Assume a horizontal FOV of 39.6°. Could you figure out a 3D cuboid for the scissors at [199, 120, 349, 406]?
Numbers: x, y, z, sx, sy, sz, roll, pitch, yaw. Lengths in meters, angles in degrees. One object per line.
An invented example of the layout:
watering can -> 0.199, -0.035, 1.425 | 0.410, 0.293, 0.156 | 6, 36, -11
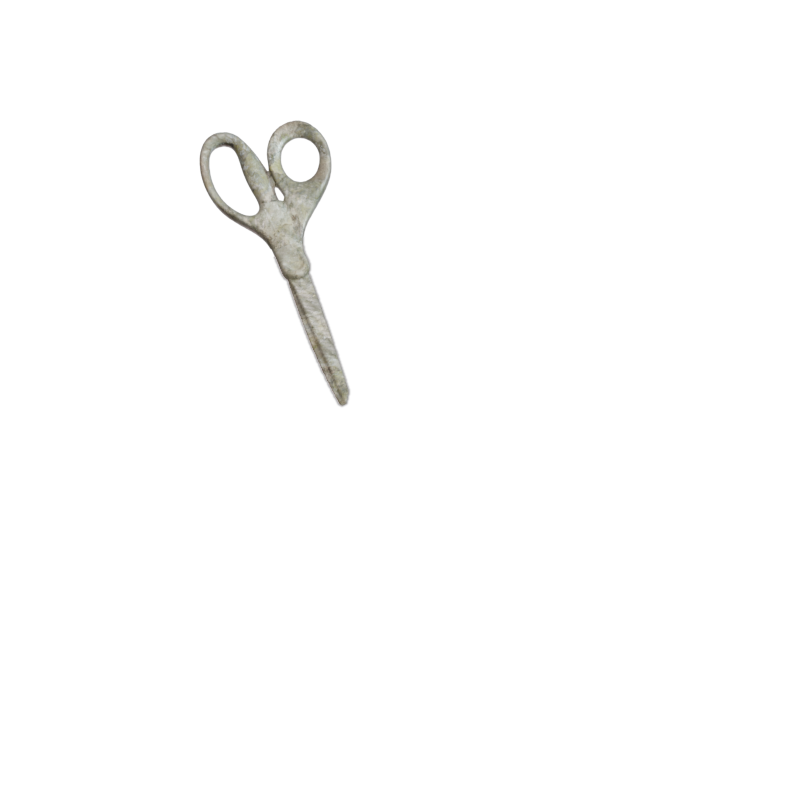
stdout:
scissors -> -0.057, -0.104, 0.725 | 0.096, 0.211, 0.015 | -33, -17, -11
